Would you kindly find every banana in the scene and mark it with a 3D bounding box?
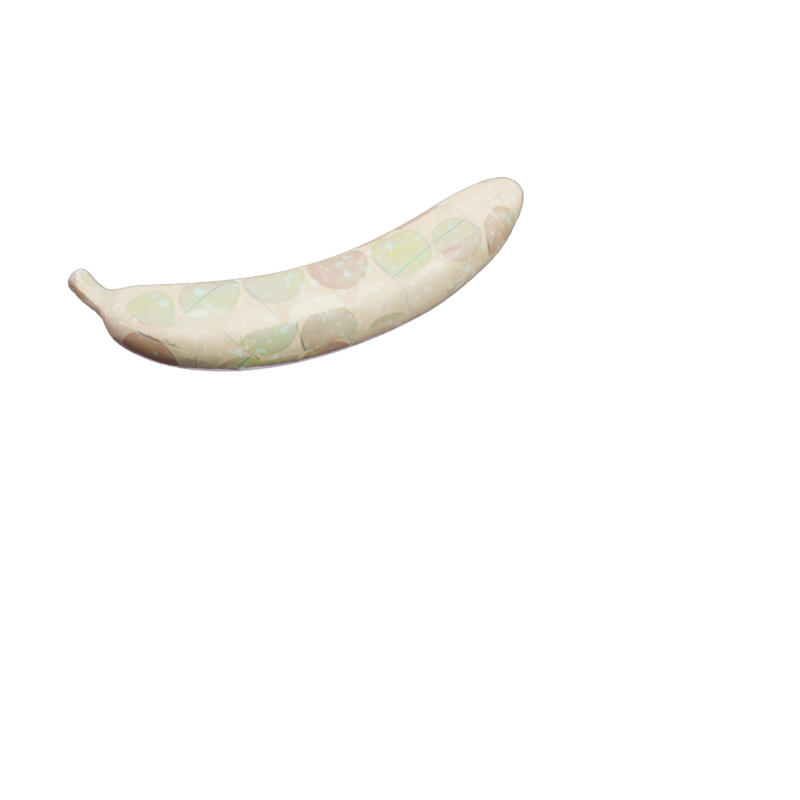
[{"bbox_3d":[-0.035,-0.049,0.450,0.196,0.075,0.034,-12,-31,-8],"label":"banana"}]
